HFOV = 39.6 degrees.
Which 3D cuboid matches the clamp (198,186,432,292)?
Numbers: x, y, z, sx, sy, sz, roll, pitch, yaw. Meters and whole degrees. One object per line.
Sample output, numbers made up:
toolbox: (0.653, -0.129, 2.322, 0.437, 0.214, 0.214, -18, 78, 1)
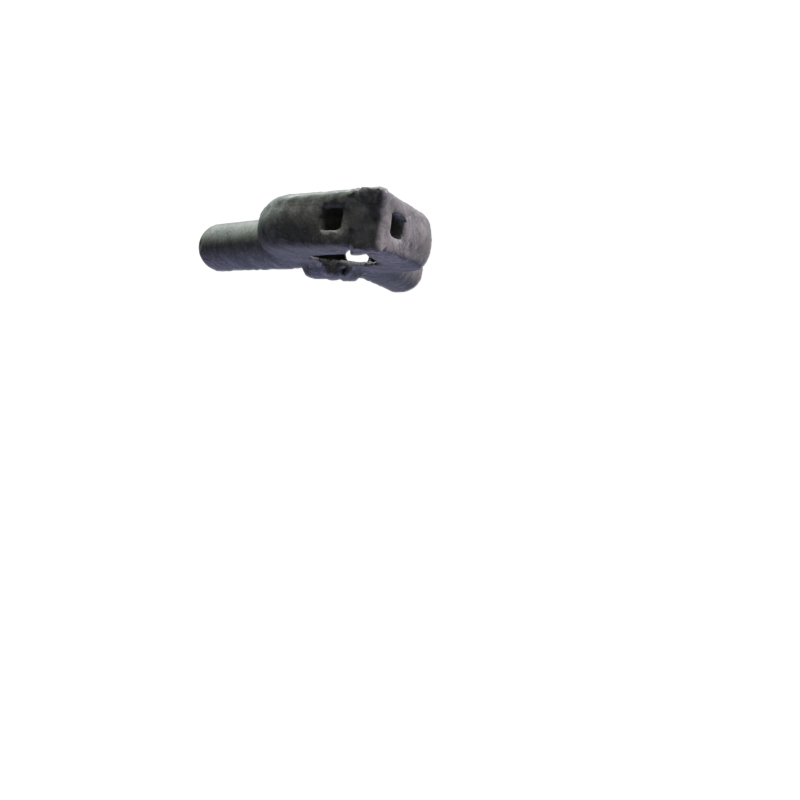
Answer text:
clamp: (-0.042, -0.076, 0.531, 0.120, 0.040, 0.169, 0, -3, -4)
